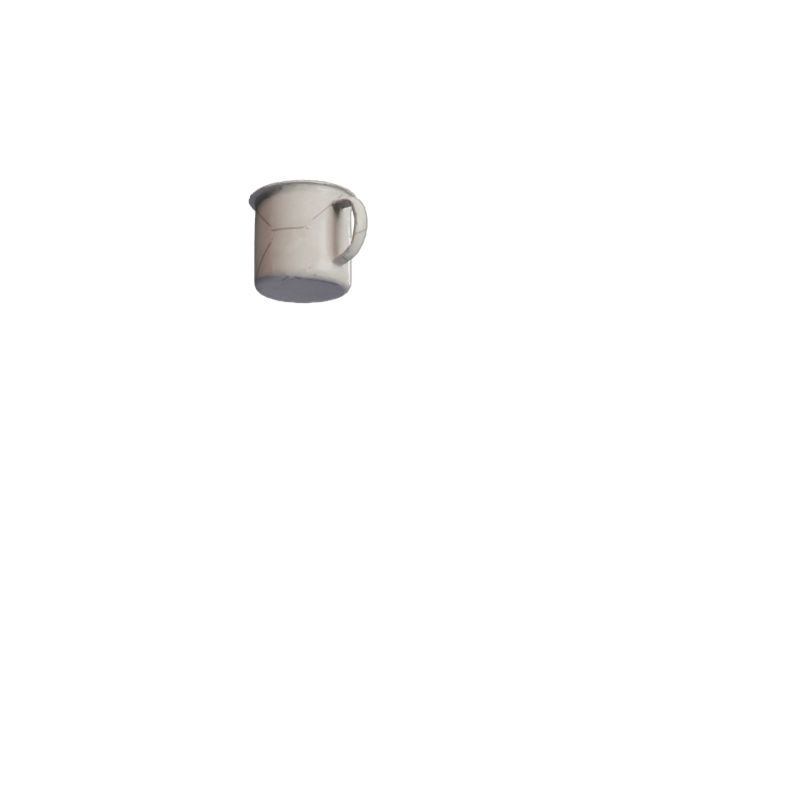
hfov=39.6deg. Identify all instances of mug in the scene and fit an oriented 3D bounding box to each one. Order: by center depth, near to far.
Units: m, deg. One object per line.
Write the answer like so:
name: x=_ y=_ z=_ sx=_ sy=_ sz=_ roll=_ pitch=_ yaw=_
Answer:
mug: x=-0.072 y=-0.132 z=0.925 sx=0.119 sy=0.085 sz=0.088 roll=-13 pitch=-20 yaw=39
